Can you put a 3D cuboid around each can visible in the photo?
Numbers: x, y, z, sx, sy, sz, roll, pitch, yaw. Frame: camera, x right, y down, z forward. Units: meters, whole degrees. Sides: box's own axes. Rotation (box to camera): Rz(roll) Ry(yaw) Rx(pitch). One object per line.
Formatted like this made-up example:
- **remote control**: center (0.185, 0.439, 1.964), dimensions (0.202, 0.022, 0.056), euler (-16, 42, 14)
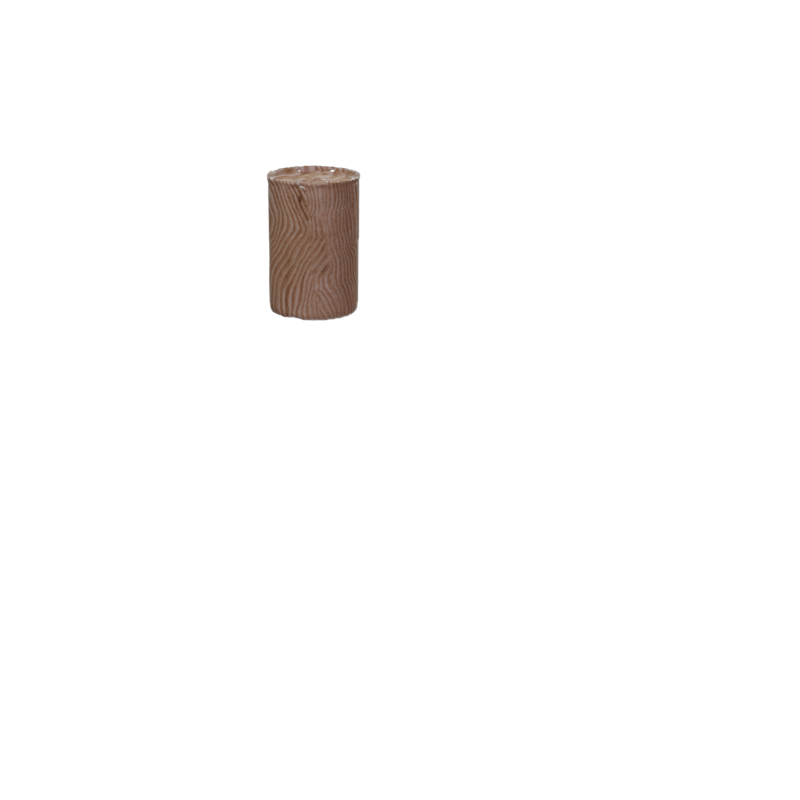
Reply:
- **can**: center (-0.064, -0.116, 0.815), dimensions (0.068, 0.099, 0.071), euler (0, 17, -2)
